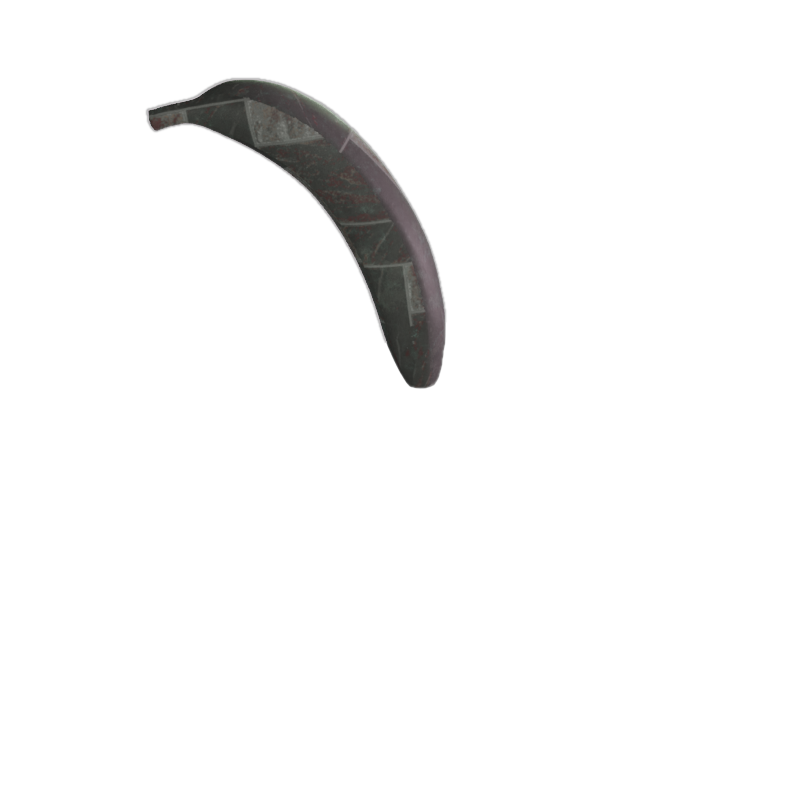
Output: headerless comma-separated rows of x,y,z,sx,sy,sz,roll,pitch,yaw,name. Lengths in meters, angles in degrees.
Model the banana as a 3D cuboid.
-0.033,-0.094,0.552,0.069,0.193,0.038,-44,8,8,banana
